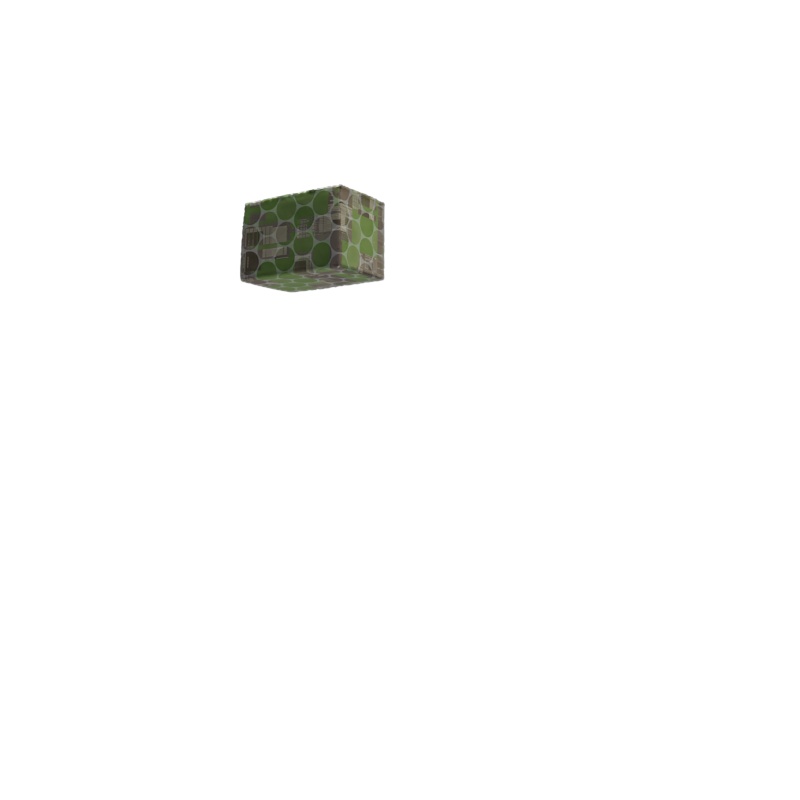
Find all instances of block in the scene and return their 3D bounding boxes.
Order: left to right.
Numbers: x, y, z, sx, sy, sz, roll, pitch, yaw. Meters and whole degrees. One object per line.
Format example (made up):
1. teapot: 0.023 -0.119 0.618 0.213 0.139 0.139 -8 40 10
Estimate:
1. block: -0.055 -0.100 0.700 0.080 0.053 0.050 -5 -10 33
